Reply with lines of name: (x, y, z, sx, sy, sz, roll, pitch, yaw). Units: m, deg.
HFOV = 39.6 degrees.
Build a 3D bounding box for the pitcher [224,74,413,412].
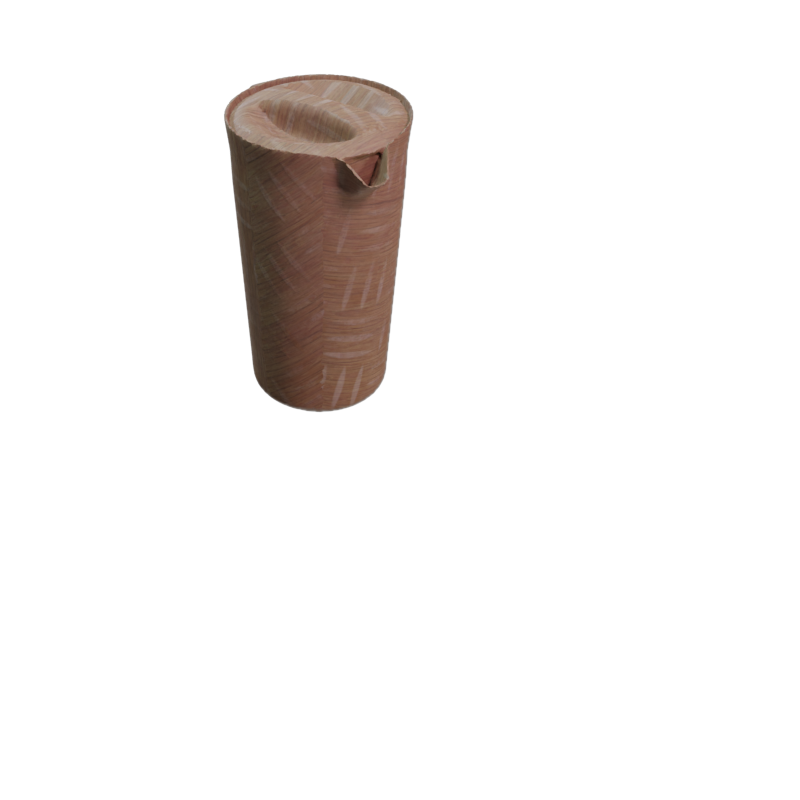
pitcher: (-0.066, -0.121, 0.846, 0.148, 0.228, 0.156, 10, 36, 10)
